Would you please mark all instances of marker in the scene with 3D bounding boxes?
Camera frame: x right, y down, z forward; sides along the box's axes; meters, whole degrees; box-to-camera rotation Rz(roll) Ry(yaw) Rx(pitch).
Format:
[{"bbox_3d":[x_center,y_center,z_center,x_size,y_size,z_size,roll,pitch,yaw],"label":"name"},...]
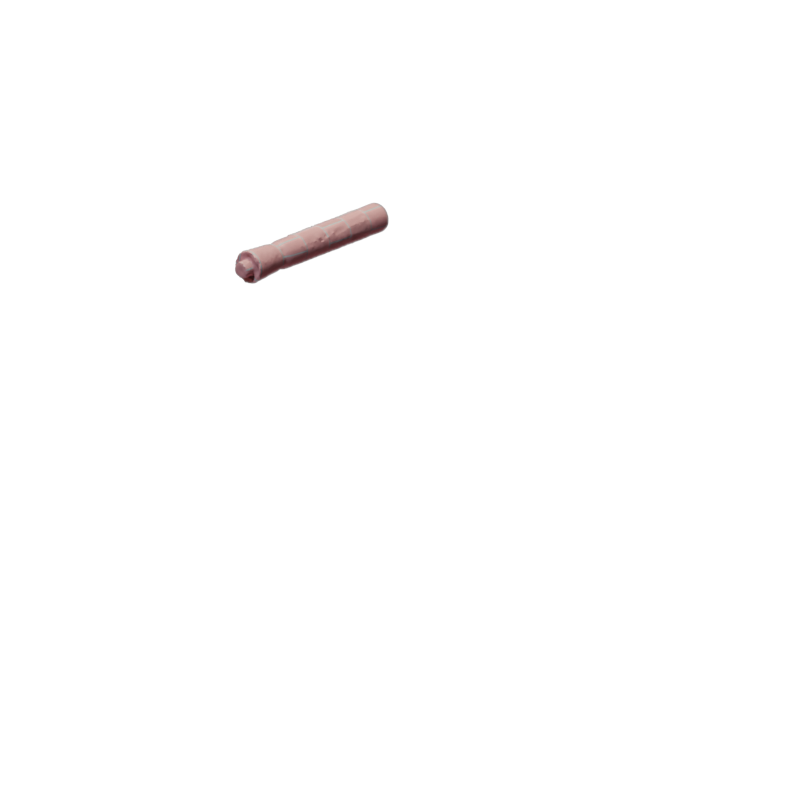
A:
[{"bbox_3d":[-0.050,-0.092,0.641,0.021,0.019,0.120,3,23,39],"label":"marker"}]
